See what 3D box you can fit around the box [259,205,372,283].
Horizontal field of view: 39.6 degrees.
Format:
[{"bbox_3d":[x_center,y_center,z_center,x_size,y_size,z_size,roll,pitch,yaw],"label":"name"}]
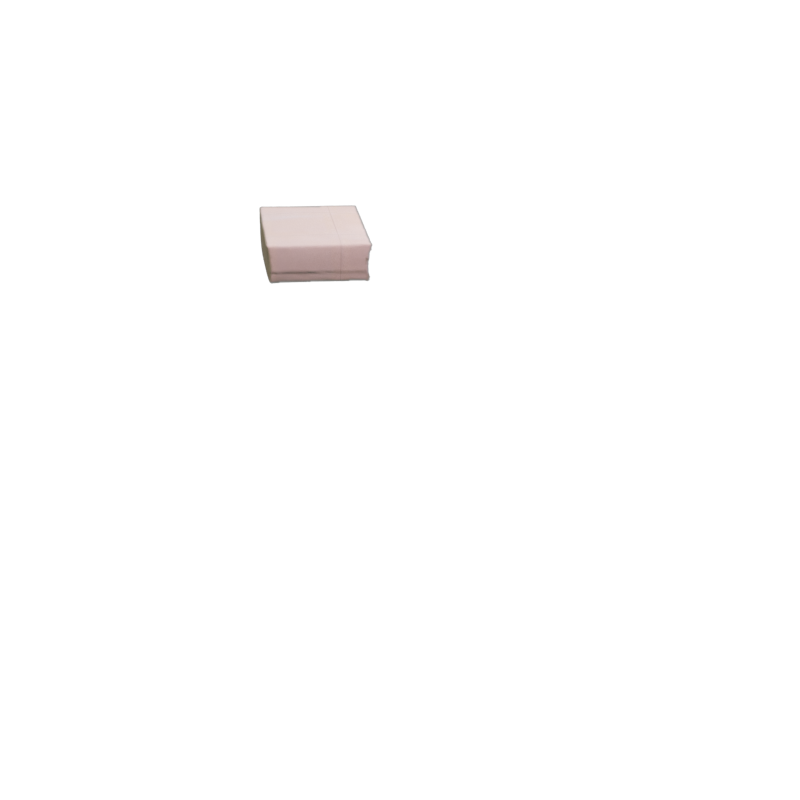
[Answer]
[{"bbox_3d":[-0.077,-0.139,0.976,0.089,0.037,0.121,-3,28,-7],"label":"box"}]
